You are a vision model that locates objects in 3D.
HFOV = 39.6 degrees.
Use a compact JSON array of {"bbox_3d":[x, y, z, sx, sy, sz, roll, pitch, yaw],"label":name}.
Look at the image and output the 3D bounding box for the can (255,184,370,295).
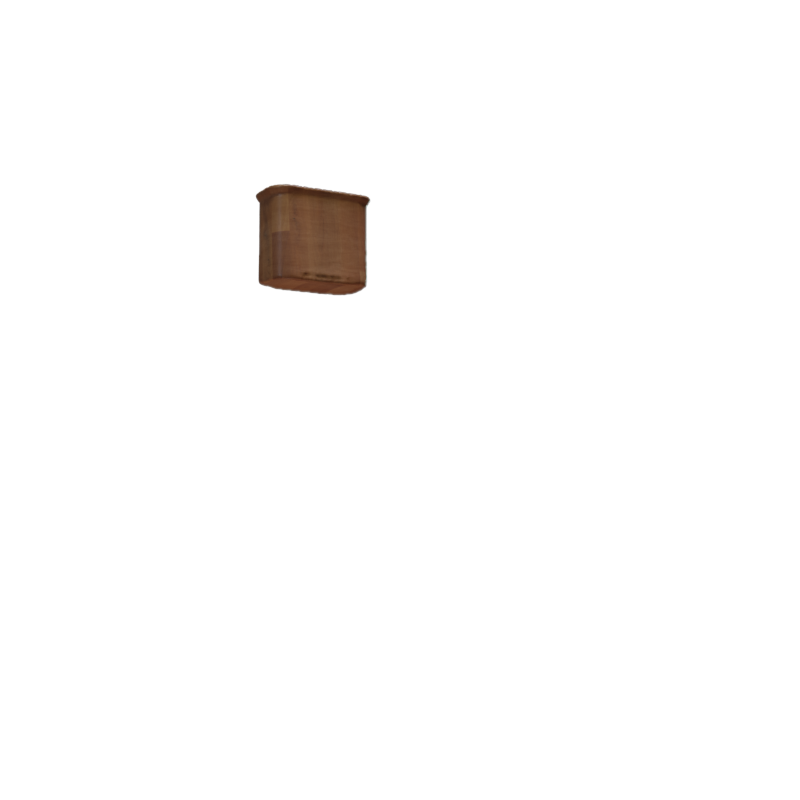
[{"bbox_3d":[-0.078,-0.142,0.994,0.098,0.086,0.058,4,-12,-29],"label":"can"}]
